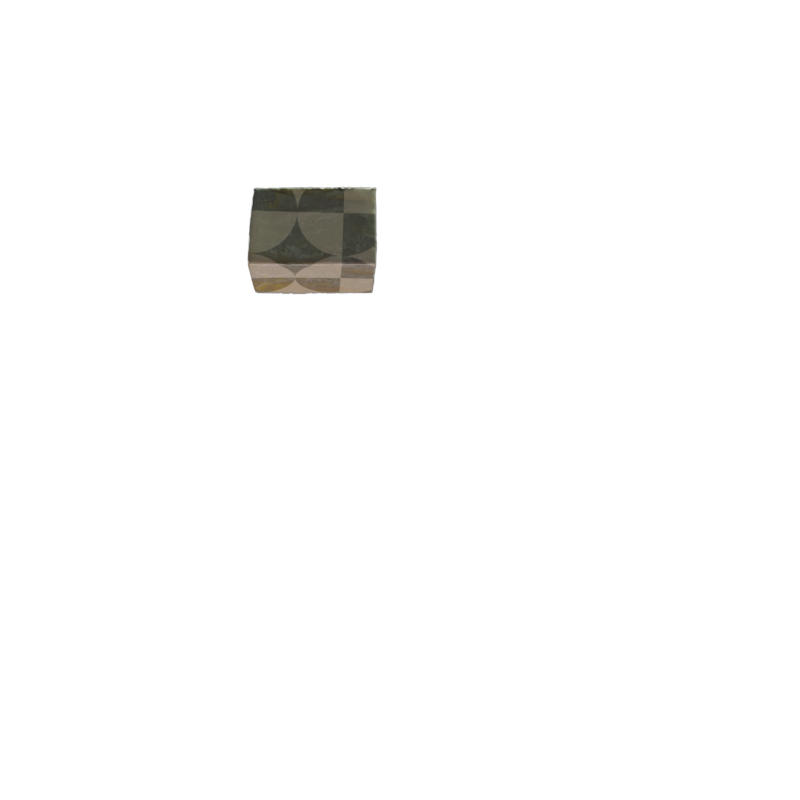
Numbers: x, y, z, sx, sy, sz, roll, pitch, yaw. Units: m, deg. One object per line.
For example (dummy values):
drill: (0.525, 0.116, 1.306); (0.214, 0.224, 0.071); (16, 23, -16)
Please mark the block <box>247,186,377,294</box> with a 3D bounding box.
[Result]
block: (-0.054, -0.098, 0.689); (0.078, 0.054, 0.050); (0, -19, -1)
